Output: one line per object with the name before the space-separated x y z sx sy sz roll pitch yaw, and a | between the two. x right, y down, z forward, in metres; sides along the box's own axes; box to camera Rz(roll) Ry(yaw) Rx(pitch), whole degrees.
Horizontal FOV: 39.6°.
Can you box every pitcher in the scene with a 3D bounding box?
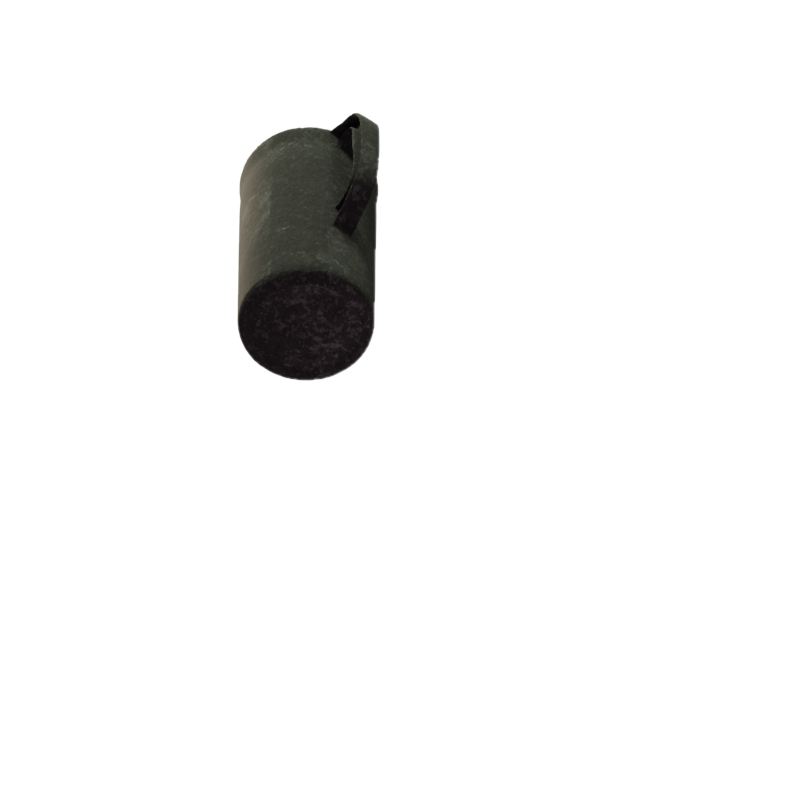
pitcher | -0.075 -0.137 0.958 0.145 0.139 0.259 -11 35 4
